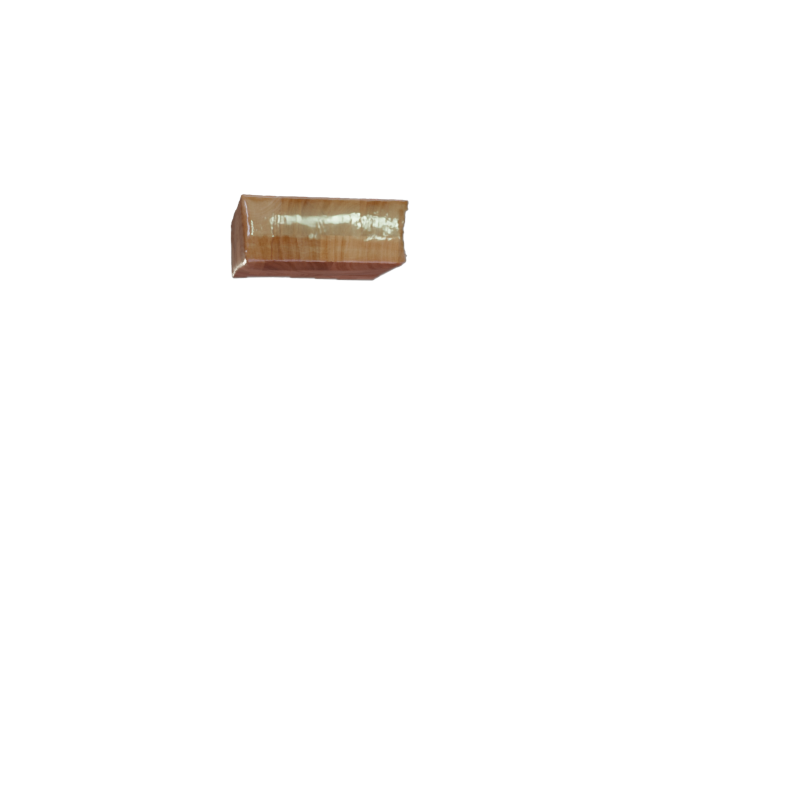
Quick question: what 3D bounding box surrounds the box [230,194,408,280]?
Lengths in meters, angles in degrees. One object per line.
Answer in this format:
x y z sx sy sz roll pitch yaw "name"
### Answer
-0.050 -0.090 0.631 0.089 0.039 0.114 0 2 -10 "box"
